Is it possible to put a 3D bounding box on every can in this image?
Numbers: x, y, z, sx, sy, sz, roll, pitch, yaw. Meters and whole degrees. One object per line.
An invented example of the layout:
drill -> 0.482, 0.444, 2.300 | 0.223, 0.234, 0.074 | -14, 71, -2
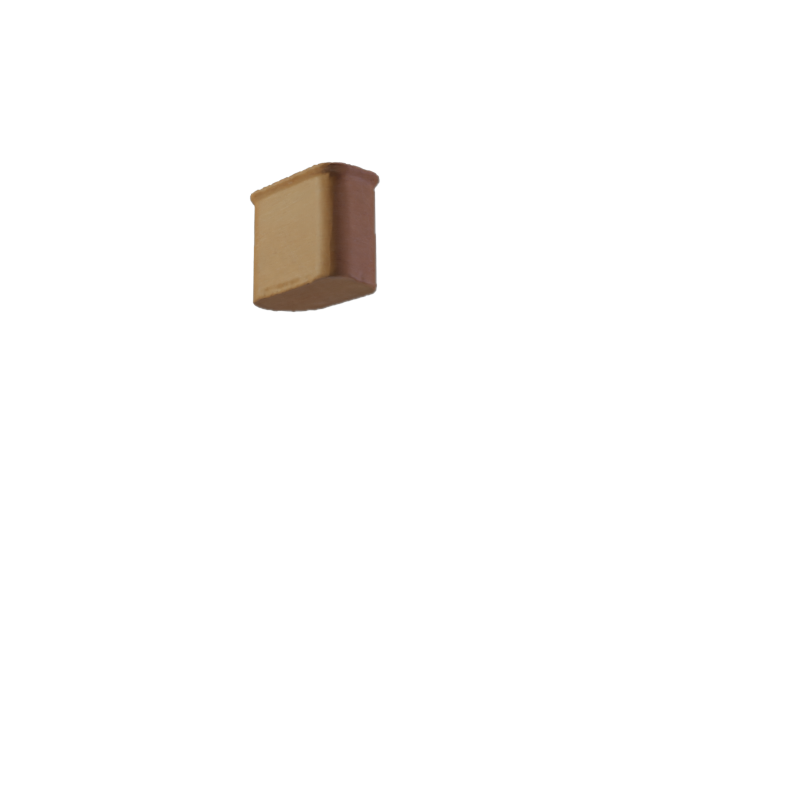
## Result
can -> -0.062, -0.113, 0.791 | 0.054, 0.087, 0.104 | 14, -20, -42
